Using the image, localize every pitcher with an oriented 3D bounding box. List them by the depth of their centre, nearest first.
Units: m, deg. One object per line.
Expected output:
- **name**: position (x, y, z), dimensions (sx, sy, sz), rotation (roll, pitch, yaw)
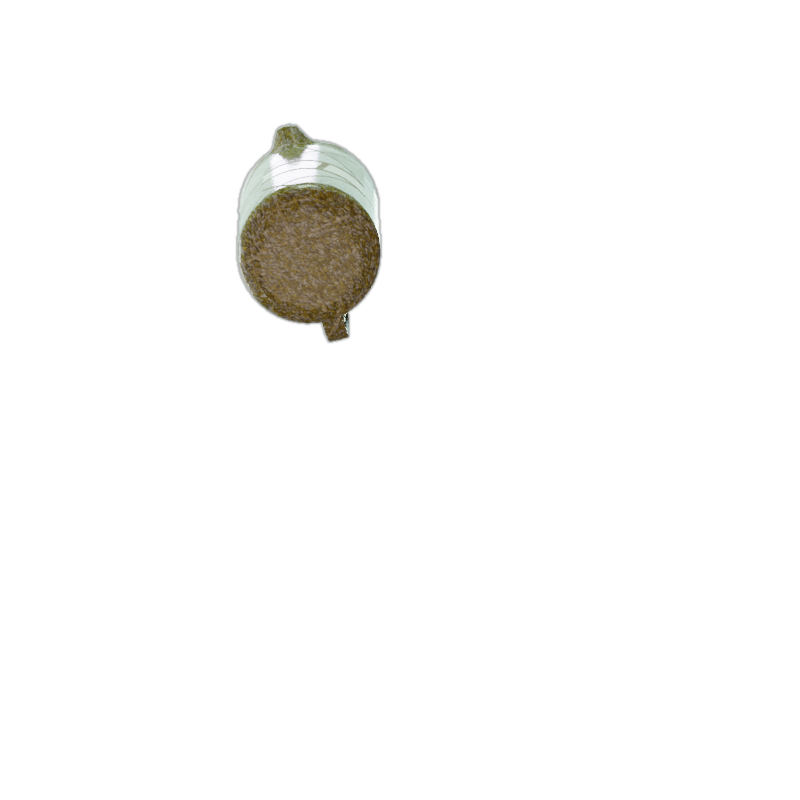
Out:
- **pitcher**: position (-0.073, -0.134, 0.939), dimensions (0.146, 0.143, 0.252), rotation (30, 12, -11)
